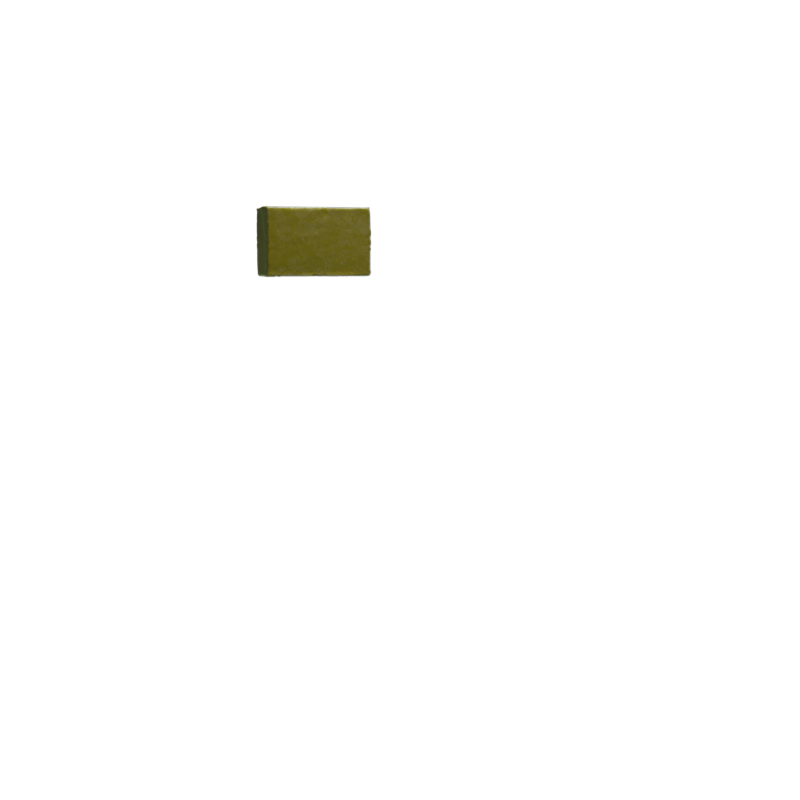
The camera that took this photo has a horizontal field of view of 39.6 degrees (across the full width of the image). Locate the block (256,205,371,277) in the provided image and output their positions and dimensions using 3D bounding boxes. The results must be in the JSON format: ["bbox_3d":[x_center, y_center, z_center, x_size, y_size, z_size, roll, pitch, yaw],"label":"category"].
[{"bbox_3d":[-0.064,-0.116,0.812,0.077,0.051,0.054,-1,3,-13],"label":"block"}]
